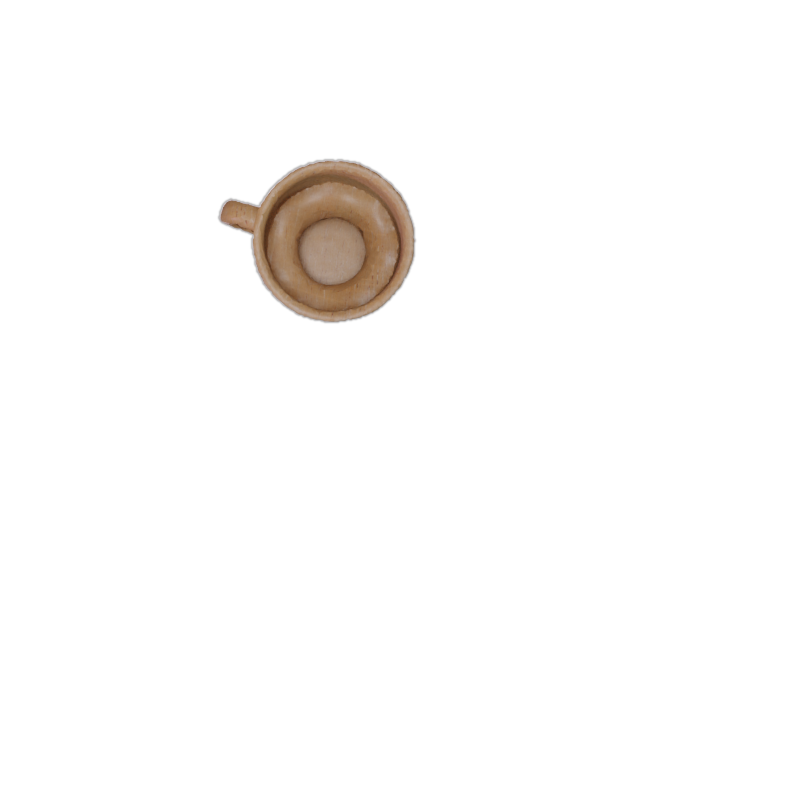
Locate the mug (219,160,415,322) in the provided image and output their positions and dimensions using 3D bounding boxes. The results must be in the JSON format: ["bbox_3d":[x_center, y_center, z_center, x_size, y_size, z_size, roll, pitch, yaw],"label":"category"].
[{"bbox_3d":[-0.053,-0.096,0.671,0.117,0.094,0.081,15,-2,-1],"label":"mug"}]
